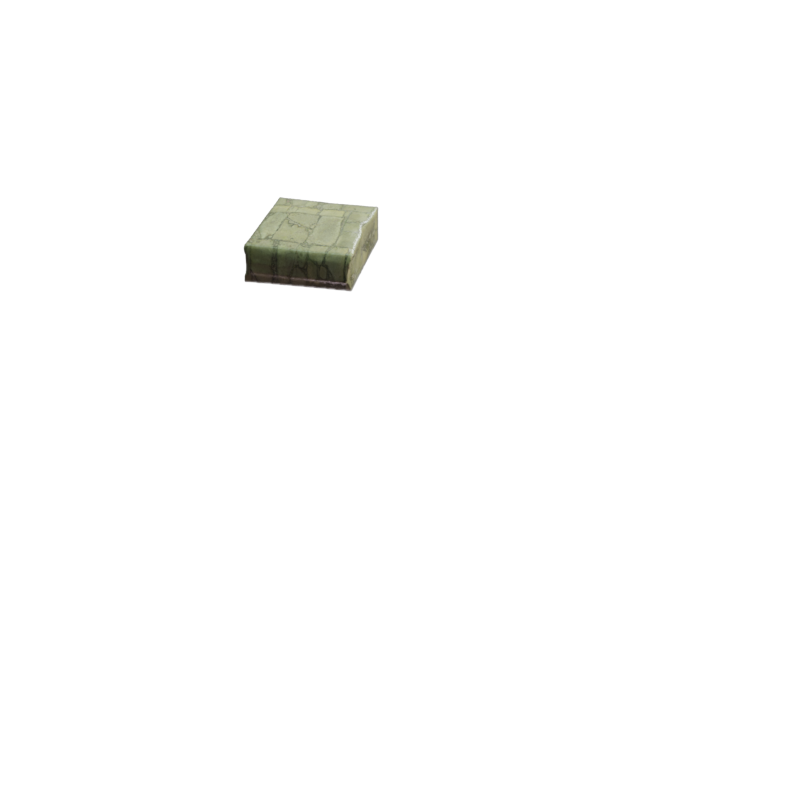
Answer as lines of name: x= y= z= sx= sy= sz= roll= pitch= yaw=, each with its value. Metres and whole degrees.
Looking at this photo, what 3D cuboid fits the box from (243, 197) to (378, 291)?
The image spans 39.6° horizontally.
box: x=-0.059 y=-0.107 z=0.750 sx=0.074 sy=0.028 sz=0.093 roll=6 pitch=30 yaw=10
